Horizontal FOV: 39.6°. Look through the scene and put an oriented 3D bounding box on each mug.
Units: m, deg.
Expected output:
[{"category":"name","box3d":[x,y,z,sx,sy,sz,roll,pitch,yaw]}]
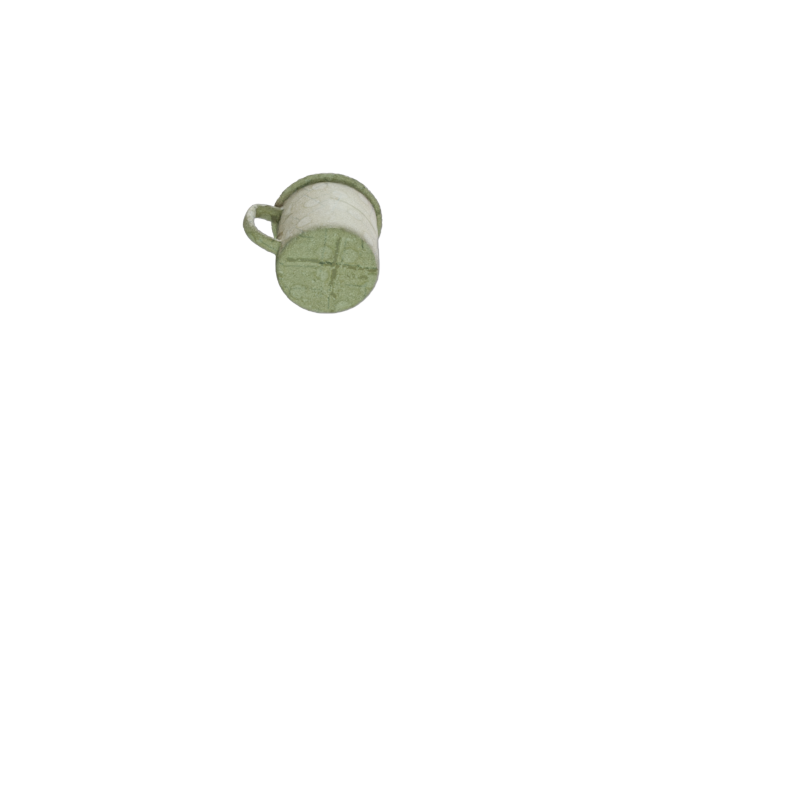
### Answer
[{"category":"mug","box3d":[-0.069,-0.127,0.886,0.114,0.090,0.087,19,31,-14]}]
